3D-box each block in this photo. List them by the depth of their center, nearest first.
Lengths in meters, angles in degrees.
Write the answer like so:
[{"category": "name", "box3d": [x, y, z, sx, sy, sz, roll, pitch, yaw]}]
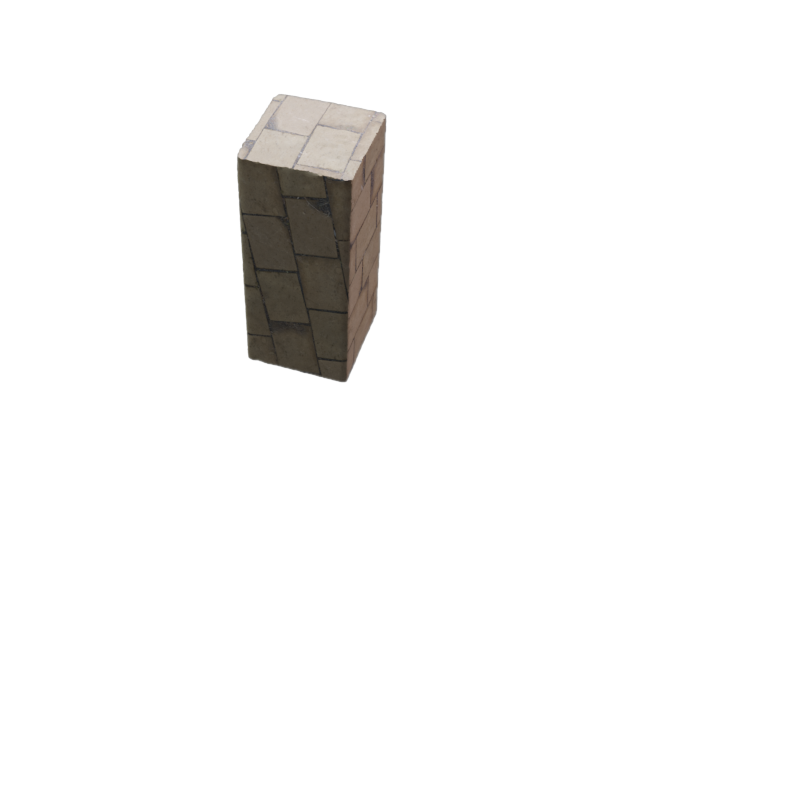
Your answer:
[{"category": "block", "box3d": [-0.069, -0.125, 0.872, 0.092, 0.192, 0.095, 14, 46, 10]}]
